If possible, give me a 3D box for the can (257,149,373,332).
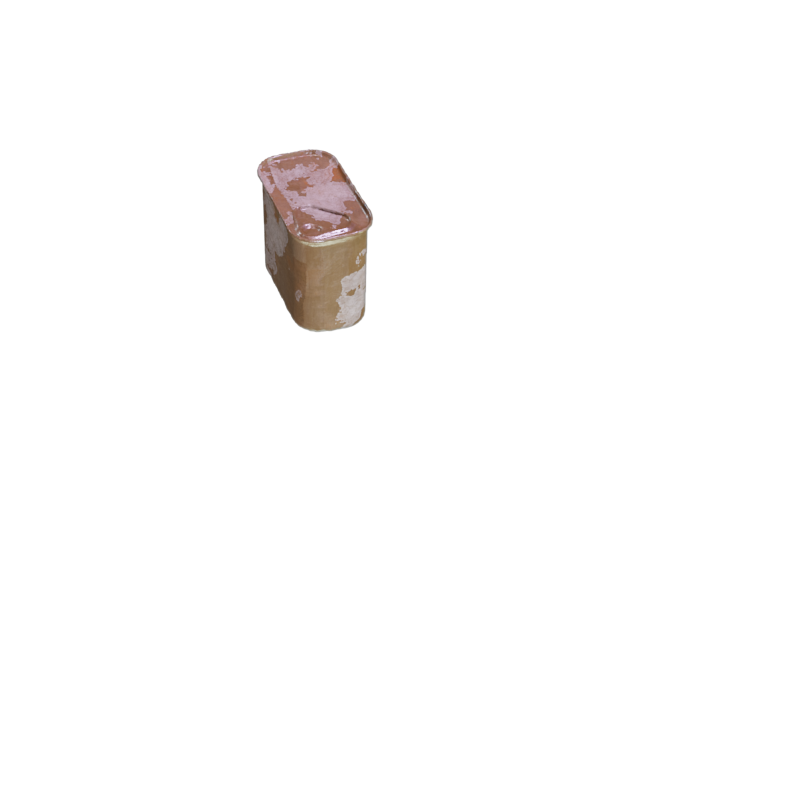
[{"bbox_3d":[-0.059,-0.108,0.758,0.057,0.078,0.110,-13,44,-17],"label":"can"}]
